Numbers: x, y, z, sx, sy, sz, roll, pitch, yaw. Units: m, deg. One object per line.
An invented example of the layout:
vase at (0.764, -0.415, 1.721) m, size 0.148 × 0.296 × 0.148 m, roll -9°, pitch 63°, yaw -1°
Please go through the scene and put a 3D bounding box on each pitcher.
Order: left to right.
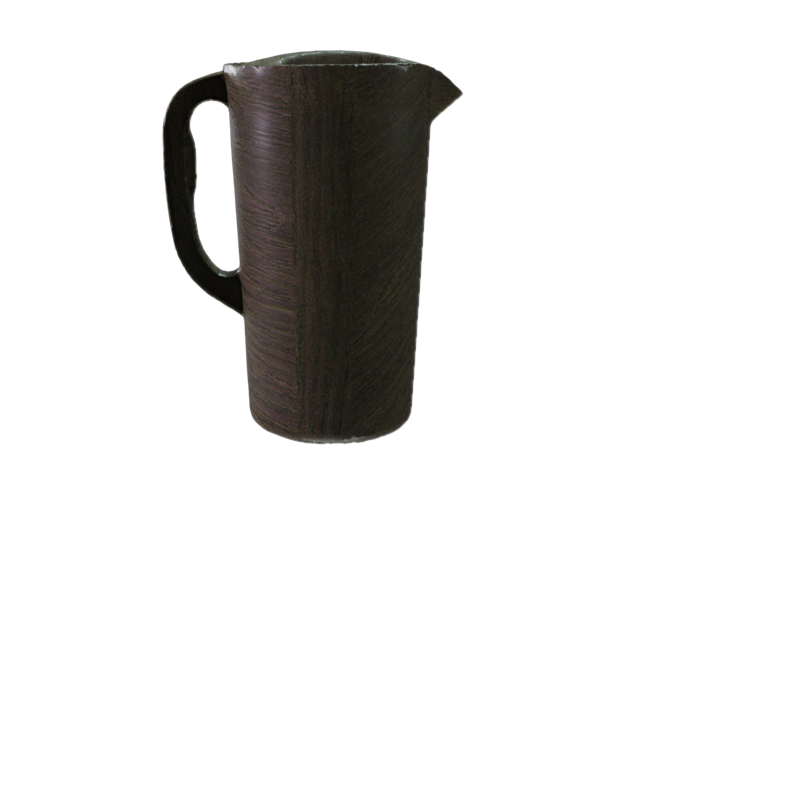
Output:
pitcher at (-0.056, -0.102, 0.715) m, size 0.157 × 0.237 × 0.142 m, roll 12°, pitch 16°, yaw 40°
